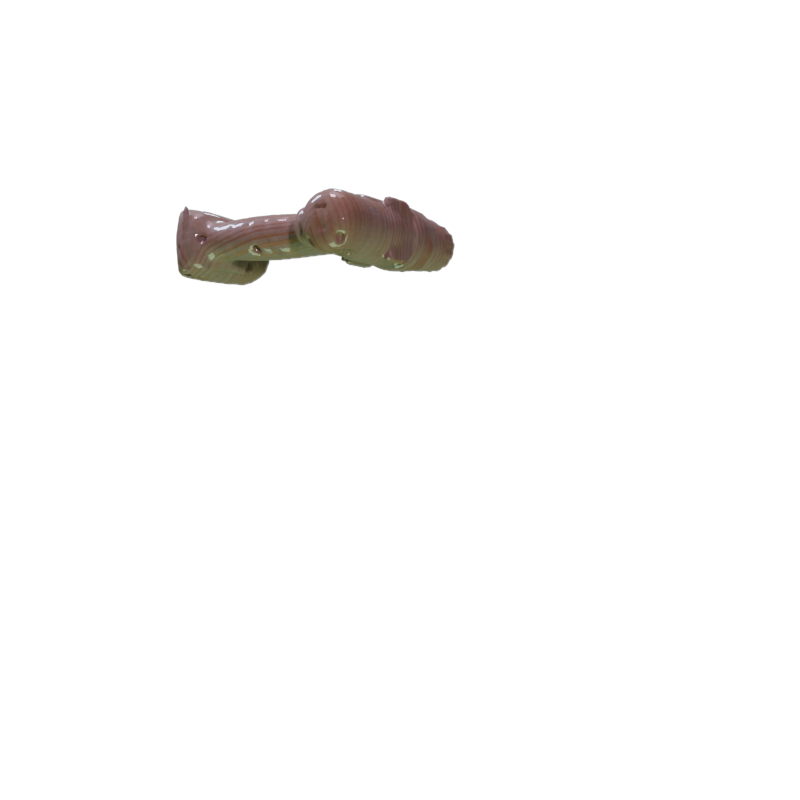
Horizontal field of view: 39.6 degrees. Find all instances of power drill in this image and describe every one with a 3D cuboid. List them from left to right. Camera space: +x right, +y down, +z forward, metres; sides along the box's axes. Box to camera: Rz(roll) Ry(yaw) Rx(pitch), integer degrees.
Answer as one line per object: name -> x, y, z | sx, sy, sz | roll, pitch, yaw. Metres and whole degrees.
power drill -> -0.069, -0.127, 0.887 | 0.193, 0.058, 0.176 | -2, -5, 31
